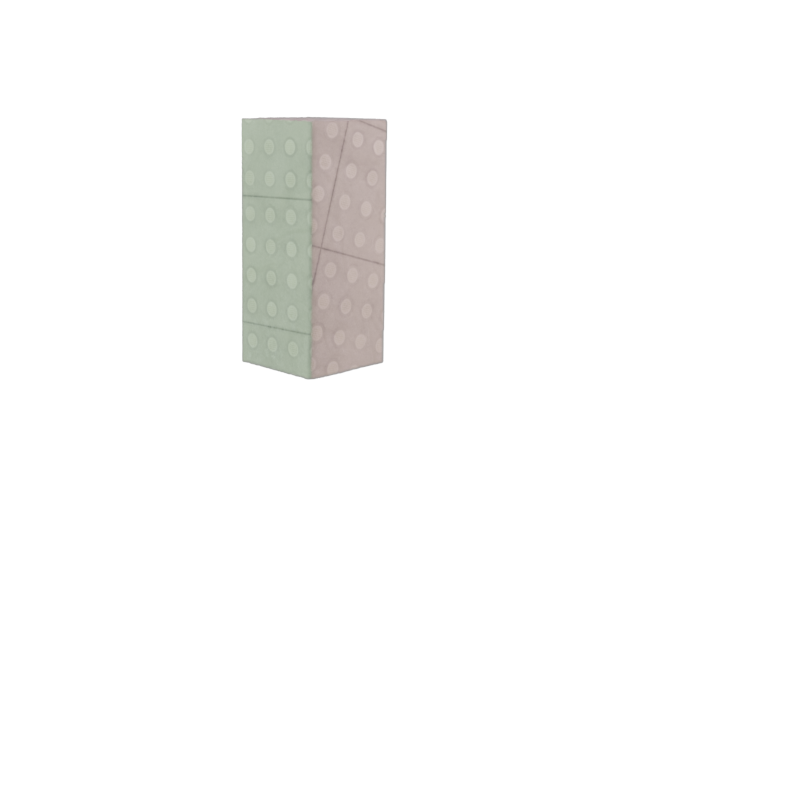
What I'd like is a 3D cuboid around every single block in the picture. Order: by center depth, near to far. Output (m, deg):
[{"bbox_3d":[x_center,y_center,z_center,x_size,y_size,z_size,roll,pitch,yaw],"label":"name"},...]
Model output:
[{"bbox_3d":[-0.072,-0.133,0.929,0.095,0.202,0.087,9,12,44],"label":"block"}]
